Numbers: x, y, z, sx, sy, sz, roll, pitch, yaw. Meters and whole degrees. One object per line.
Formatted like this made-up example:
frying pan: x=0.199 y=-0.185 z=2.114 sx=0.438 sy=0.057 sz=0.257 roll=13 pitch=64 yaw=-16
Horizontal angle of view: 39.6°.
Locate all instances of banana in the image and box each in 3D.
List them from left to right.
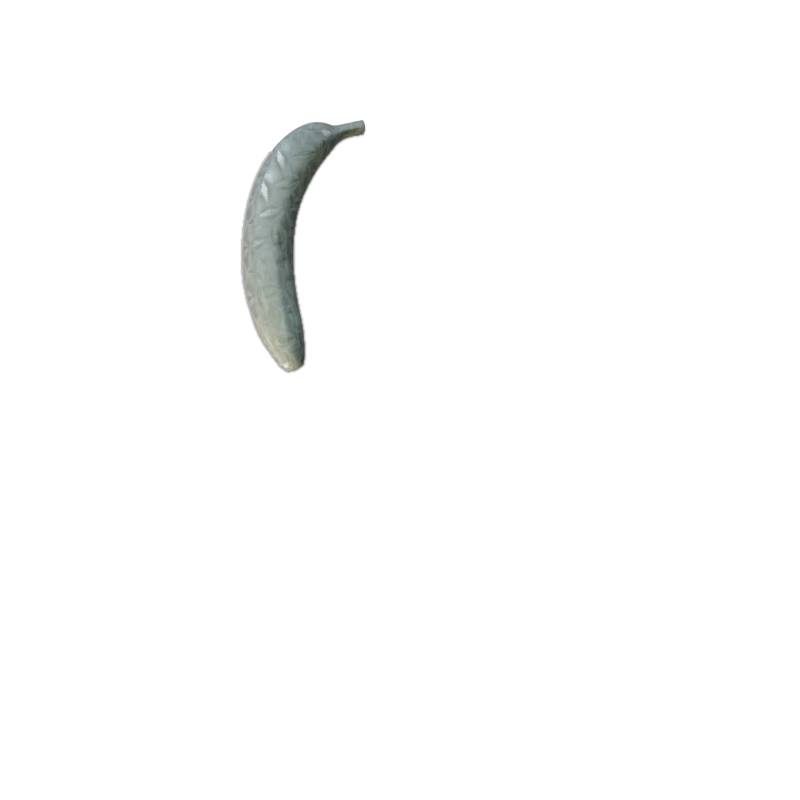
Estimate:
banana: x=-0.080 y=-0.123 z=0.804 sx=0.070 sy=0.203 sz=0.036 roll=14 pitch=-12 yaw=2
